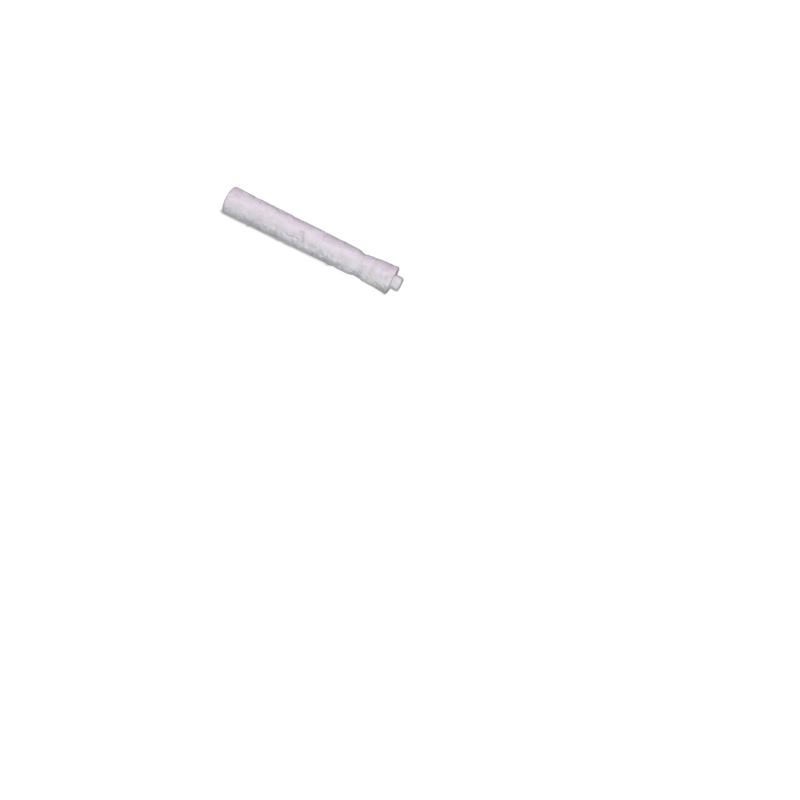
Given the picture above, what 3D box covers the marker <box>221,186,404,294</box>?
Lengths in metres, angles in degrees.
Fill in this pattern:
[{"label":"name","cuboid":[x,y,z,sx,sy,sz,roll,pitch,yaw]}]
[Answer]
[{"label":"marker","cuboid":[-0.054,-0.098,0.686,0.124,0.020,0.019,28,8,10]}]
